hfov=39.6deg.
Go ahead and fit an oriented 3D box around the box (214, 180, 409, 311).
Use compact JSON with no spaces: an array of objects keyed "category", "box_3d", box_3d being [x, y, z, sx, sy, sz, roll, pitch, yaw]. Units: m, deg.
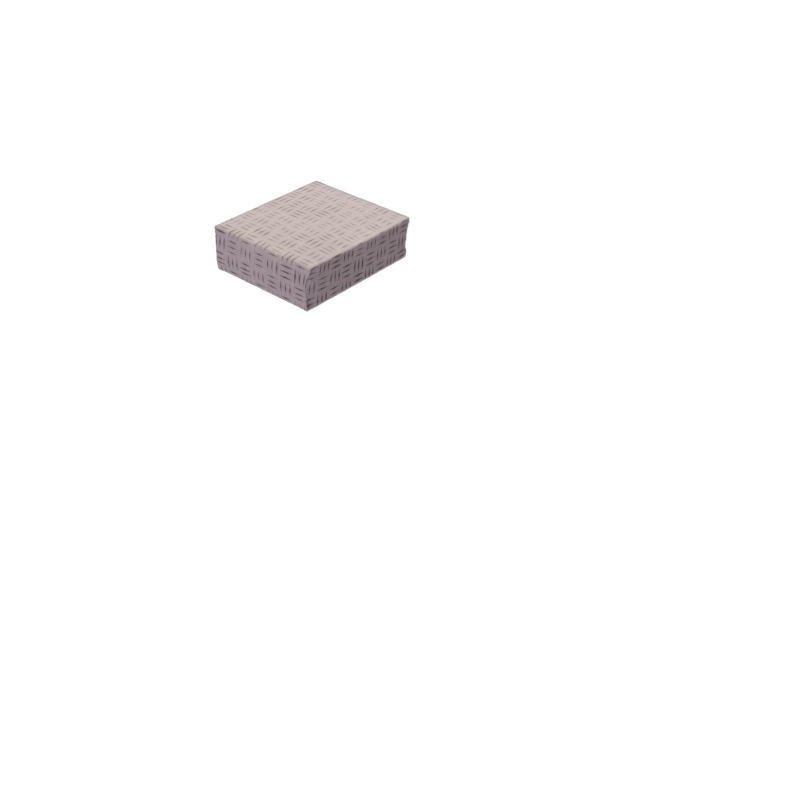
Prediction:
[{"category":"box","box_3d":[-0.062,-0.113,0.789,0.095,0.036,0.114,24,41,31]}]
